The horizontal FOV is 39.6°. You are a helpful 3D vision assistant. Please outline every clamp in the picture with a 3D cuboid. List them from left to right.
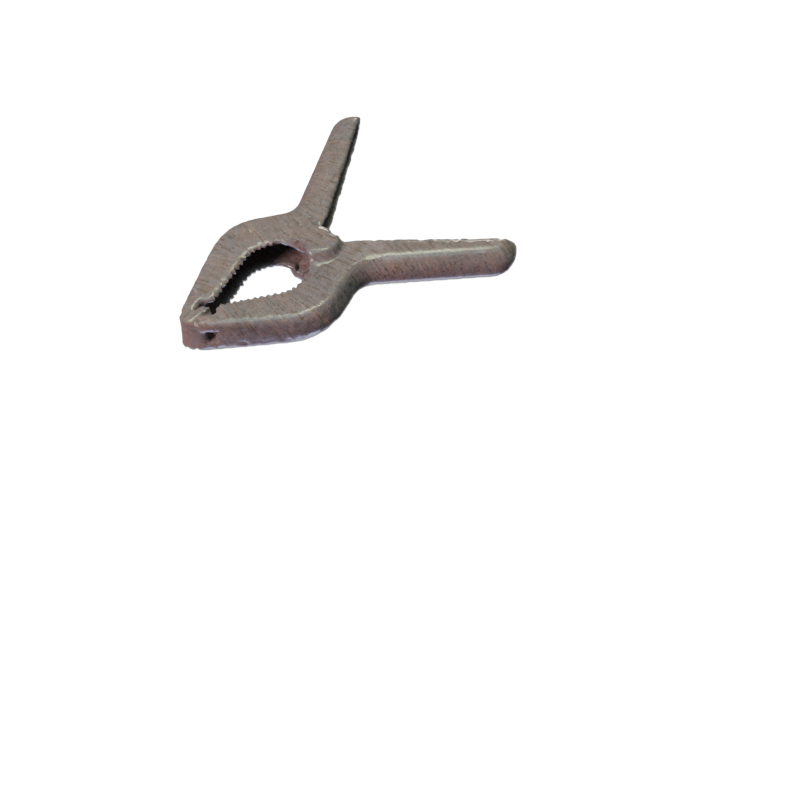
[{"bbox_3d":[-0.055,-0.101,0.707,0.209,0.177,0.034,-28,-34,-21],"label":"clamp"}]
